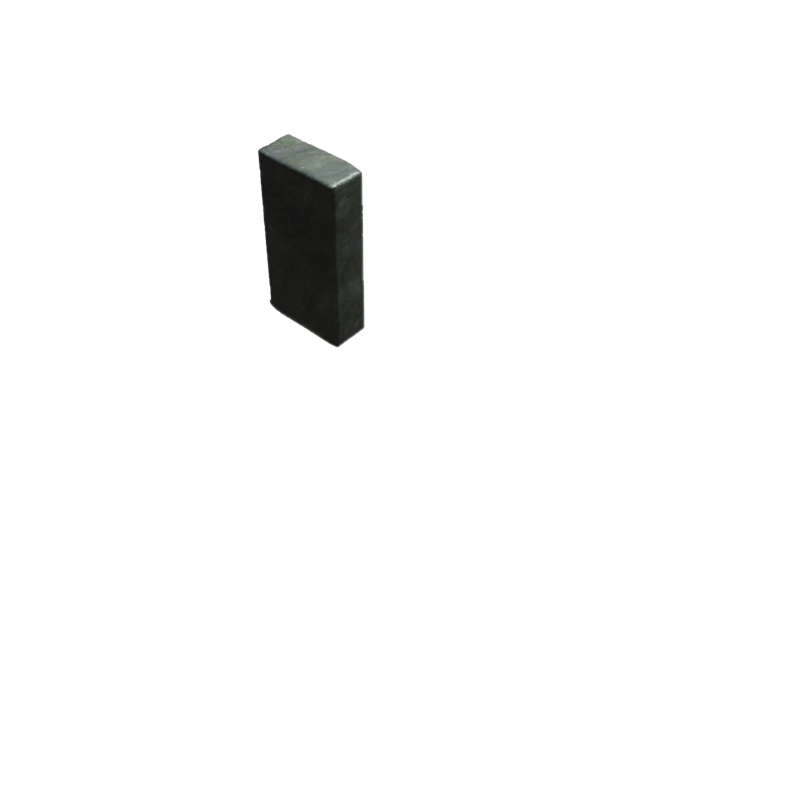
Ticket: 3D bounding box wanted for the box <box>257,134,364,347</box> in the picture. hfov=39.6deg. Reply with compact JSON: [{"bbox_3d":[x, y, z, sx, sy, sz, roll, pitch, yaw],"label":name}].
[{"bbox_3d":[-0.077,-0.142,0.993,0.099,0.165,0.048,32,46,32],"label":"box"}]
